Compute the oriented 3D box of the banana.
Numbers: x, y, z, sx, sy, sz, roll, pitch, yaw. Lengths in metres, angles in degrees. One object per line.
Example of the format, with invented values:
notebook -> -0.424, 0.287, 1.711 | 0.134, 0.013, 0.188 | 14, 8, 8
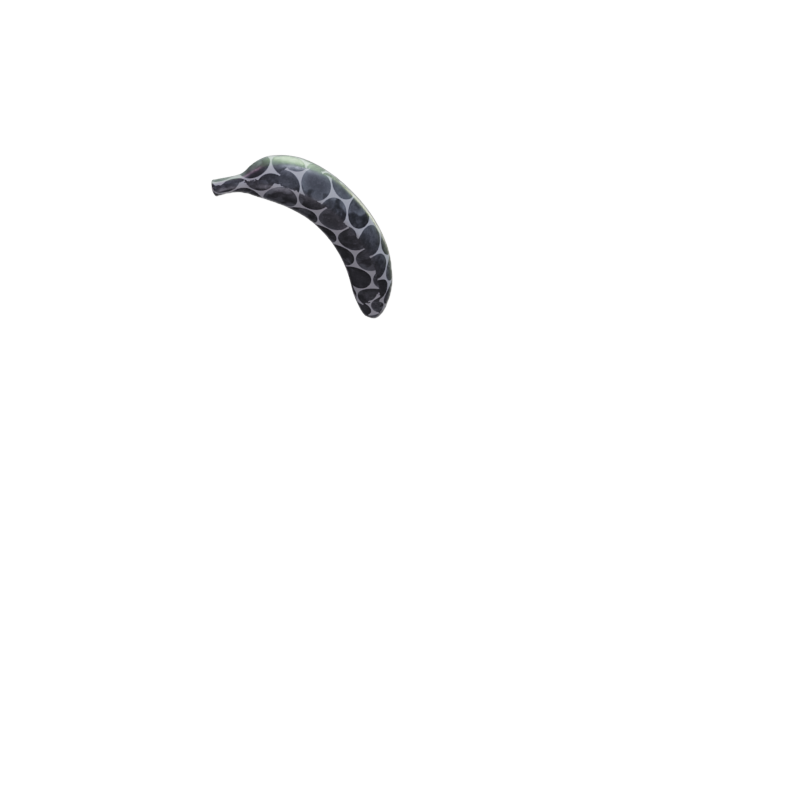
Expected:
banana -> -0.054, -0.131, 0.845 | 0.069, 0.039, 0.184 | -27, -47, 28
